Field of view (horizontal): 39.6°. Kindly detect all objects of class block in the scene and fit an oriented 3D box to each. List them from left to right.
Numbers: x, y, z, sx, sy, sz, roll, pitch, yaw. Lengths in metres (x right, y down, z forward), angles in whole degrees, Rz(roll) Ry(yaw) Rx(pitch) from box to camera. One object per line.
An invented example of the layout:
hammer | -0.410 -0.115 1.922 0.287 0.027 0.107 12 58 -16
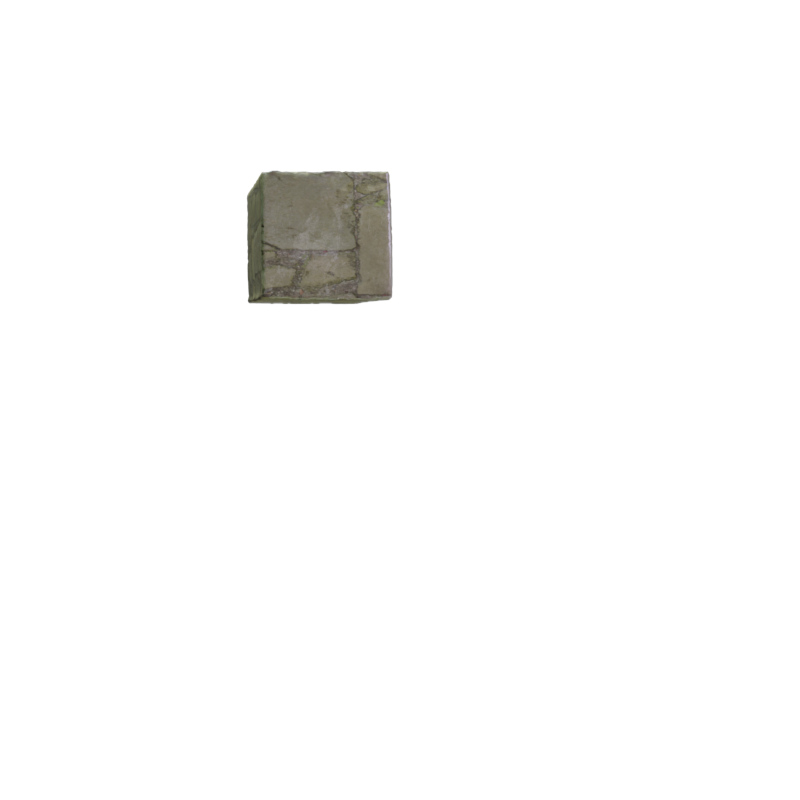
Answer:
block | -0.037 -0.067 0.468 0.052 0.051 0.079 0 1 -12
